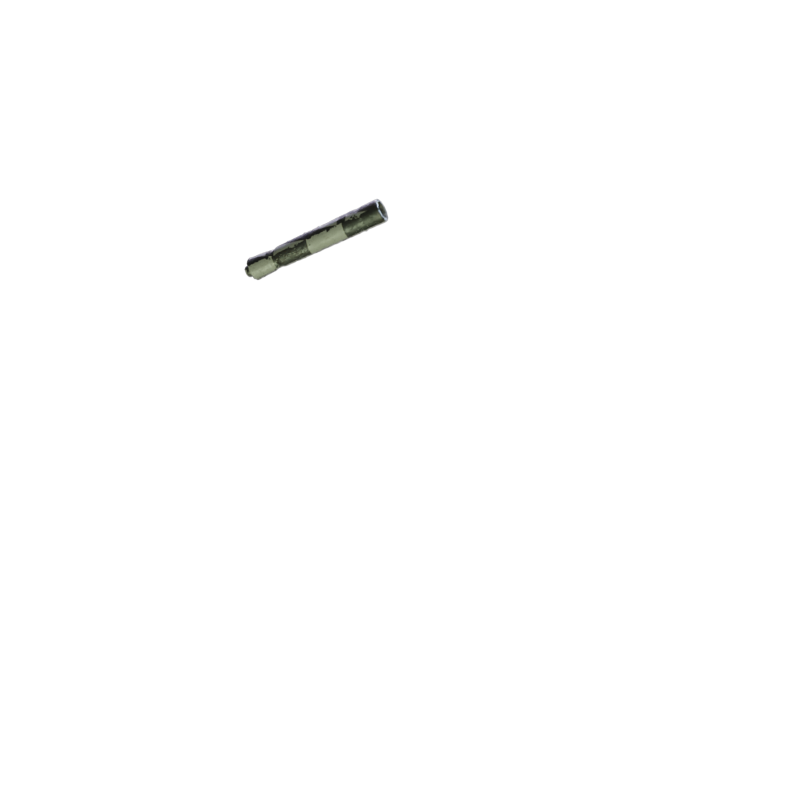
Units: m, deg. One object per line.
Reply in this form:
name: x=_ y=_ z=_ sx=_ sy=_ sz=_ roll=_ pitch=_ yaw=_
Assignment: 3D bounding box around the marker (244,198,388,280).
marker: x=-0.066 y=-0.120 z=0.842 sx=0.121 sy=0.020 sz=0.019 roll=-21 pitch=-4 yaw=21
